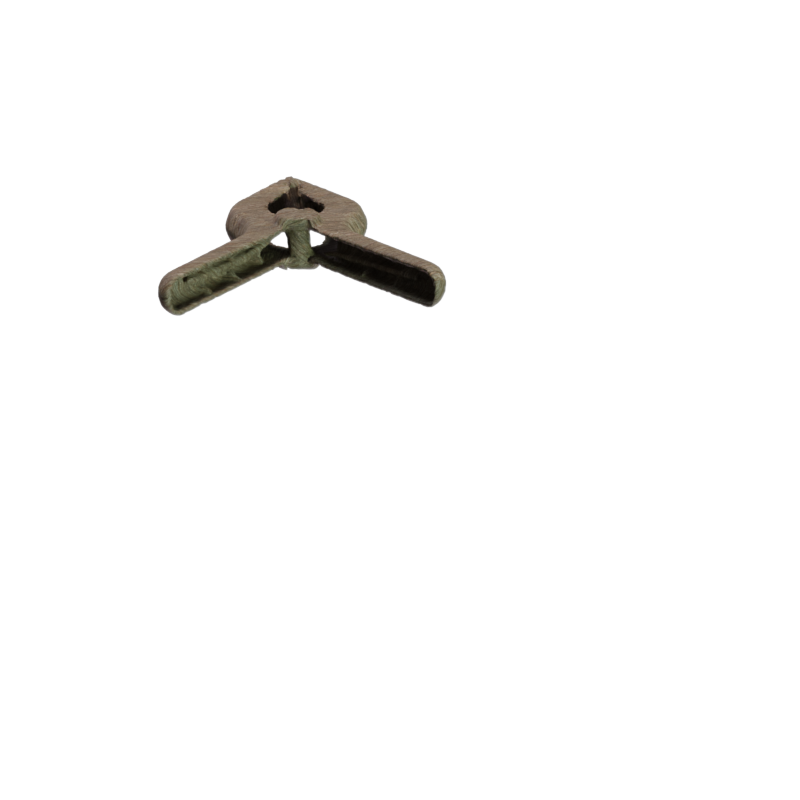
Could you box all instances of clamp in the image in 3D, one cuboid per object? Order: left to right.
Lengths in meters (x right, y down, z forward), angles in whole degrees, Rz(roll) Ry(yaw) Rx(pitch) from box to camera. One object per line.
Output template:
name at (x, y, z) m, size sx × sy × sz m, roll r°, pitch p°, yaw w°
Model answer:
clamp at (-0.056, -0.102, 0.716) m, size 0.165 × 0.035 × 0.220 m, roll 1°, pitch 26°, yaw 1°
